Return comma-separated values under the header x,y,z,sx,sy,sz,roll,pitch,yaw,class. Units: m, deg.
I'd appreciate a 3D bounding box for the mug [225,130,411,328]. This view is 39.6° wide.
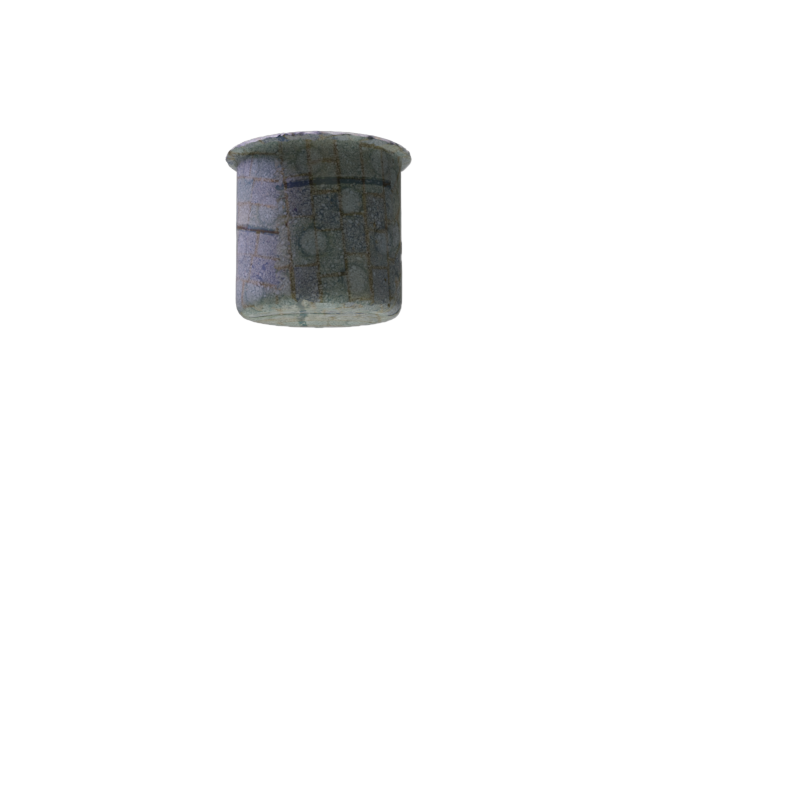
x,y,z,sx,sy,sz,roll,pitch,yaw,class
-0.044,-0.080,0.559,0.091,0.083,0.117,2,-7,-16,mug
